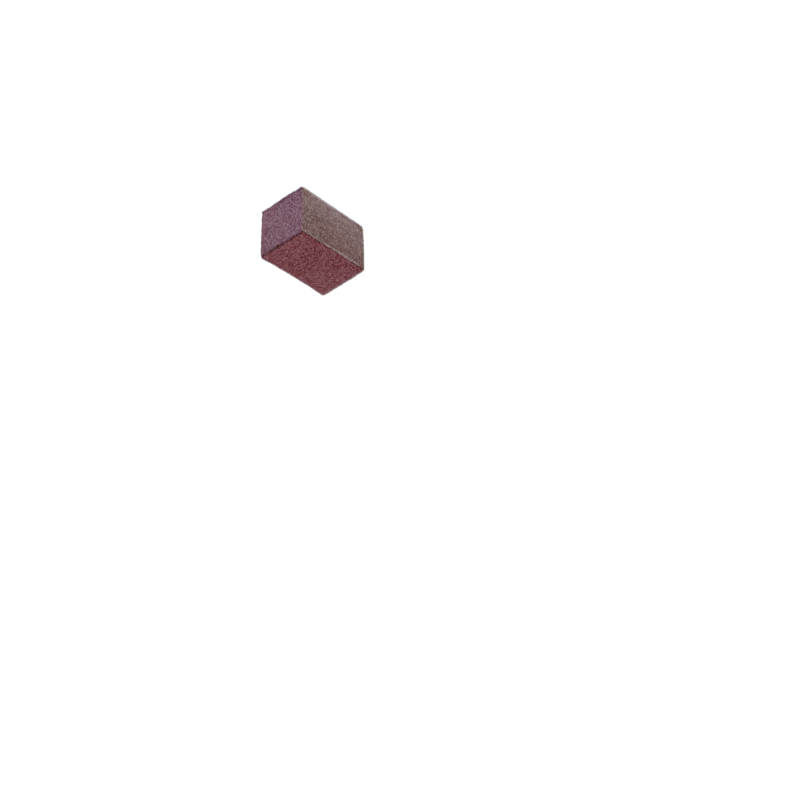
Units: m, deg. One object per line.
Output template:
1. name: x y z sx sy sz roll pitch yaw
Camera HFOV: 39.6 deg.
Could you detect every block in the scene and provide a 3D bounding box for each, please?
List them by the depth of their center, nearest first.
1. block: -0.075 -0.136 0.956 0.053 0.055 0.073 -29 -43 33
